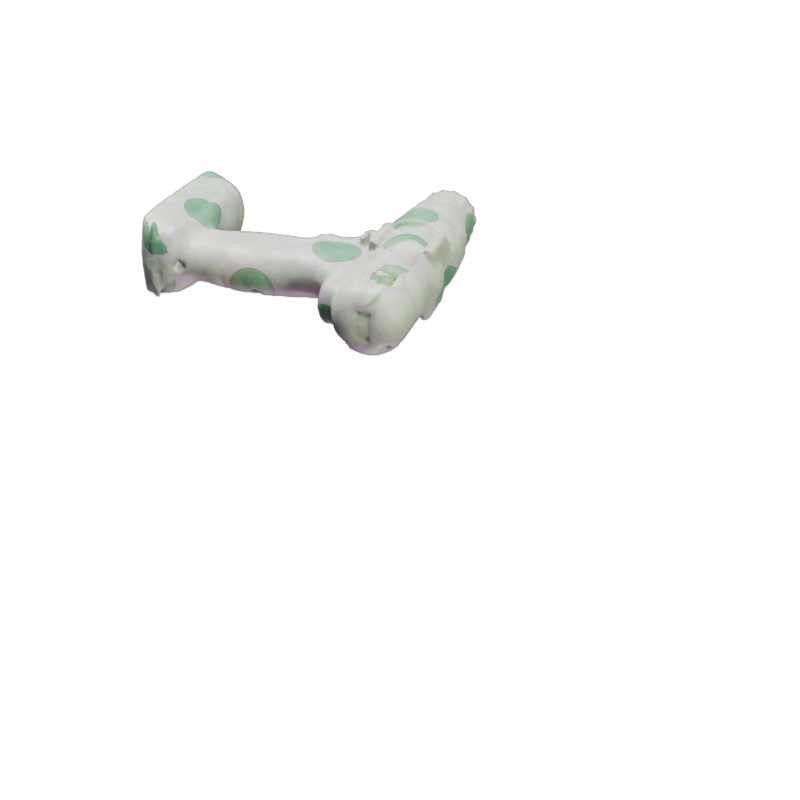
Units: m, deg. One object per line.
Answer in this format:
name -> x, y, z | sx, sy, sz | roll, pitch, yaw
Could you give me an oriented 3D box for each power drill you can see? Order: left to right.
power drill -> -0.056, -0.102, 0.711 | 0.194, 0.054, 0.189 | 10, 31, 18
